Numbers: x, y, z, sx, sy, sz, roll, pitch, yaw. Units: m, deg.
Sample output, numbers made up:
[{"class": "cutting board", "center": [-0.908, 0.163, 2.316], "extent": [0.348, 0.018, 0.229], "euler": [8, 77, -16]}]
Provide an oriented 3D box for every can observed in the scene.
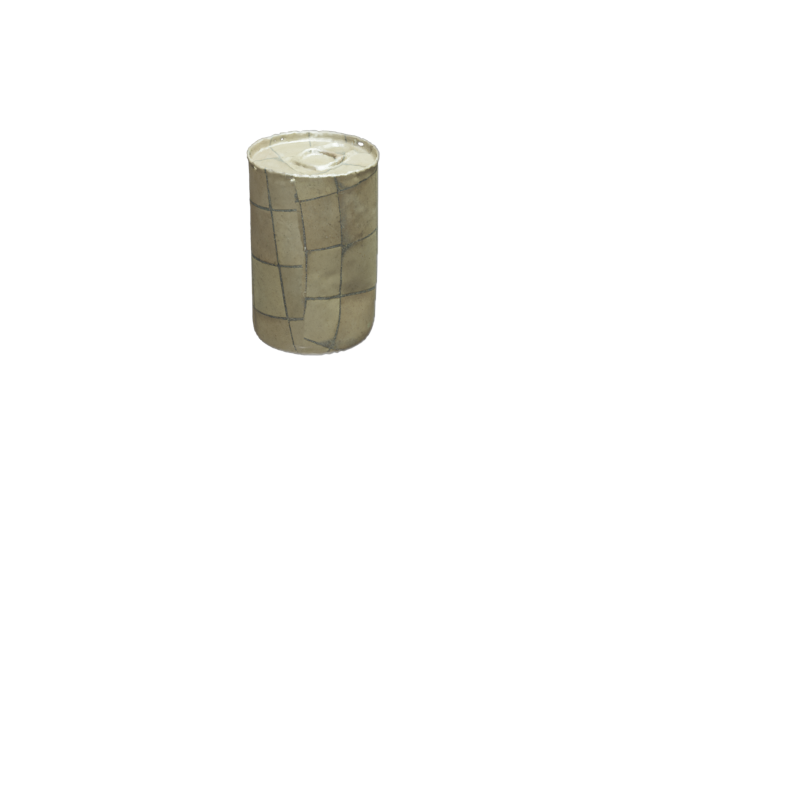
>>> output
[{"class": "can", "center": [-0.046, -0.084, 0.586], "extent": [0.068, 0.097, 0.073], "euler": [0, 28, -2]}]
